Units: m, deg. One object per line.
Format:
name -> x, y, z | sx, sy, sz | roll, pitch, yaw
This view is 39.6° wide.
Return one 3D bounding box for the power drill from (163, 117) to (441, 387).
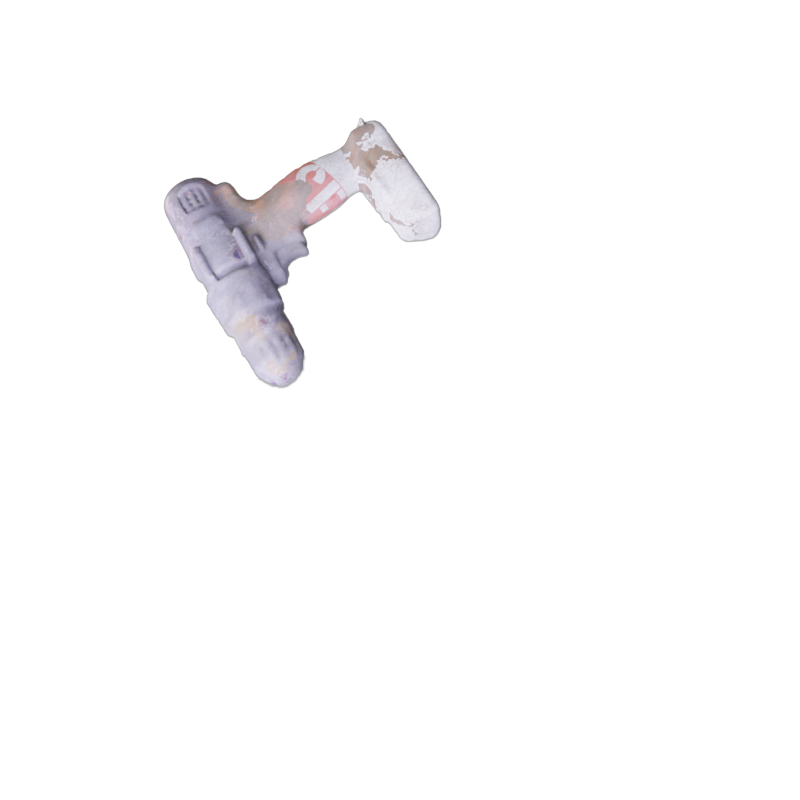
power drill -> -0.066, -0.121, 0.847 | 0.187, 0.195, 0.054 | -27, -22, -12
